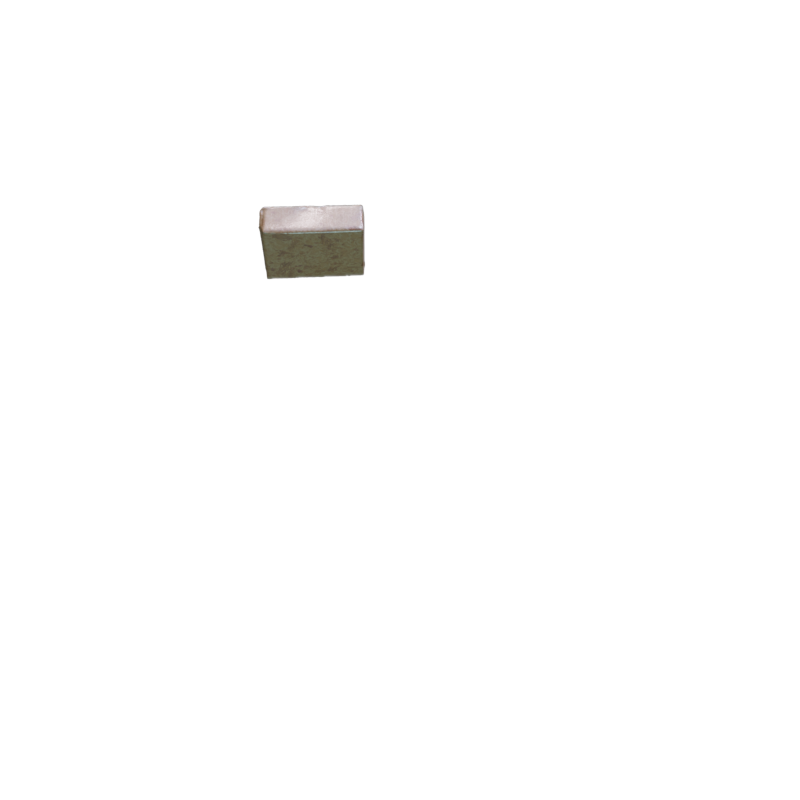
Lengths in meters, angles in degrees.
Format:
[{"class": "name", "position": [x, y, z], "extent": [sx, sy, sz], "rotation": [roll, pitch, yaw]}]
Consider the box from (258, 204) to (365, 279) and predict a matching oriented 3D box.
[{"class": "box", "position": [-0.075, -0.137, 0.961], "extent": [0.089, 0.032, 0.068], "rotation": [-1, -29, 1]}]
